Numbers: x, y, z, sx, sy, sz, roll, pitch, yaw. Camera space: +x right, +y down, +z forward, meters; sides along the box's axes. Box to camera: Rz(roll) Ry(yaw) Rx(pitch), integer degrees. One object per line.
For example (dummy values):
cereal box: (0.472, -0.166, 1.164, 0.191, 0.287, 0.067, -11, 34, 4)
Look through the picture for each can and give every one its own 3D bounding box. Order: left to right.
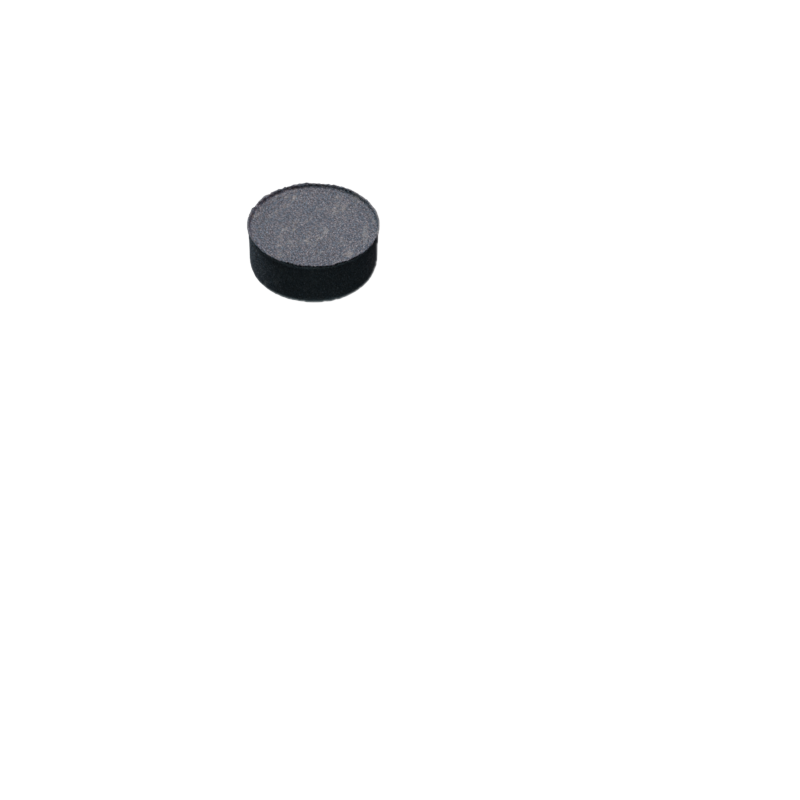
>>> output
can: (-0.057, -0.103, 0.725, 0.086, 0.031, 0.092, -1, 44, -1)
